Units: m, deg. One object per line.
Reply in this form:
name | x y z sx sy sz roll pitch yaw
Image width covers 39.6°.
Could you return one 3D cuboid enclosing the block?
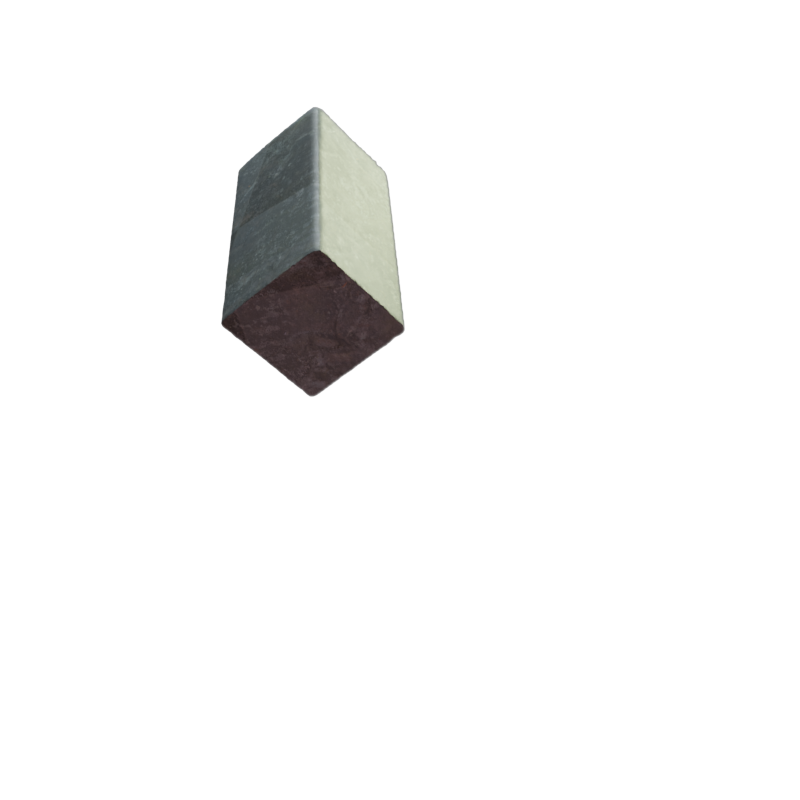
block | -0.063 -0.117 0.814 0.089 0.221 0.085 -36 -59 22
